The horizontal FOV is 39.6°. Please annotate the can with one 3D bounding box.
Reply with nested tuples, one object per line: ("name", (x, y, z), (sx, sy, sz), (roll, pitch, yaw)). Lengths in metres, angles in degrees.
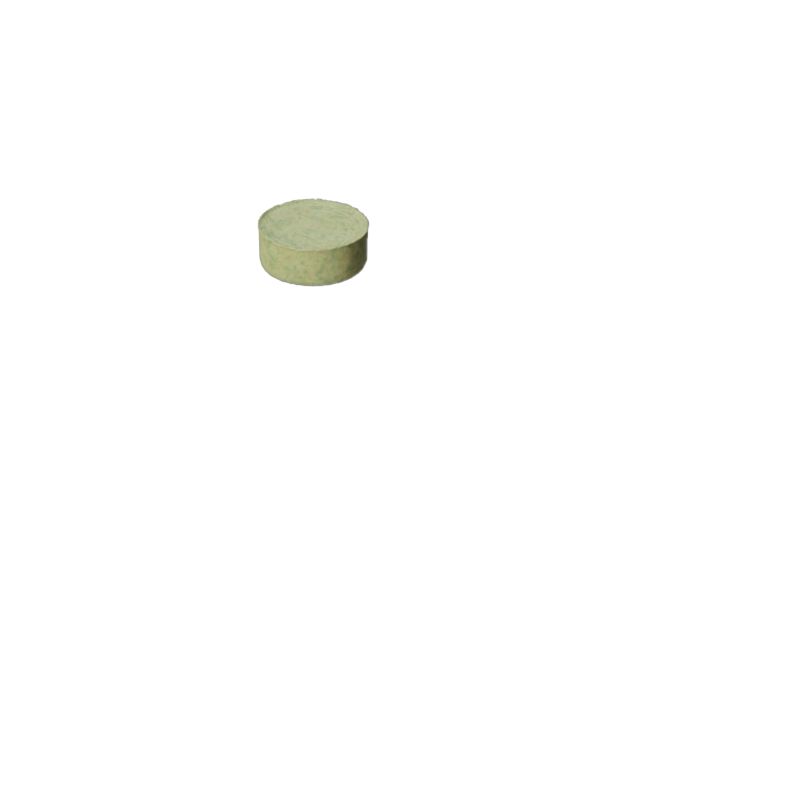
("can", (-0.067, -0.123, 0.858), (0.086, 0.031, 0.092), (-1, 34, -2))
